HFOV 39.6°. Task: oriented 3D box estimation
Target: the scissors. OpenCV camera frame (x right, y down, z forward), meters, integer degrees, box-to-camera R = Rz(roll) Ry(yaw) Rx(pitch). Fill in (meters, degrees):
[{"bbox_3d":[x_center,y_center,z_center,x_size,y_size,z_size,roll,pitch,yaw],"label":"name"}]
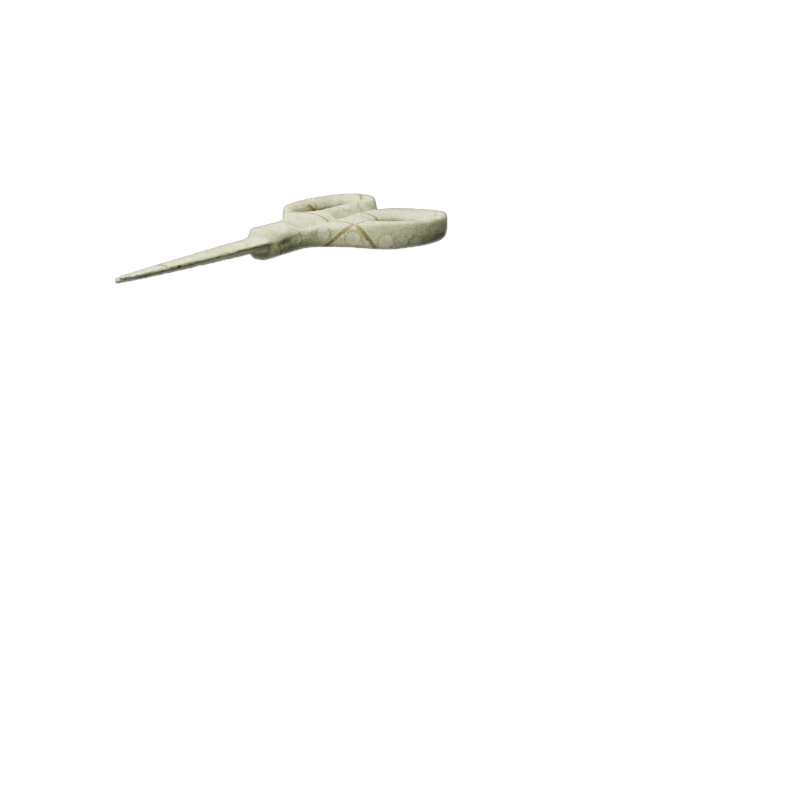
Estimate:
[{"bbox_3d":[-0.041,-0.075,0.528,0.099,0.015,0.203,7,21,17],"label":"scissors"}]
